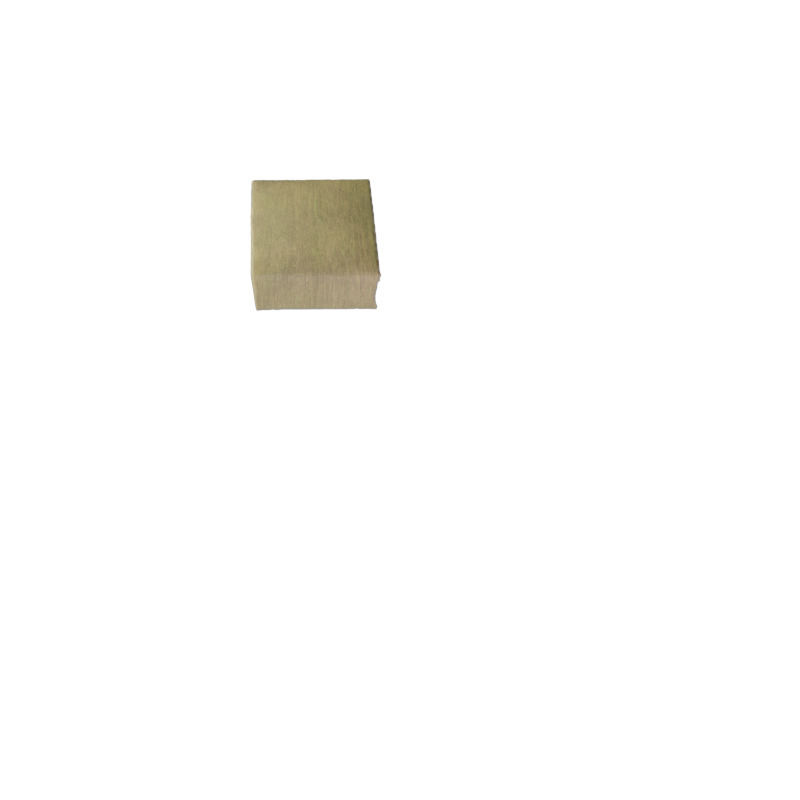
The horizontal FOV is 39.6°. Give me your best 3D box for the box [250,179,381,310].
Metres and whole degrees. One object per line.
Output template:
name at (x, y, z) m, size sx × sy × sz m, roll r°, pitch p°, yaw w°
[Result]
box at (-0.063, -0.115, 0.805) m, size 0.089 × 0.122 × 0.036 m, roll -3°, pitch -44°, yaw -3°
